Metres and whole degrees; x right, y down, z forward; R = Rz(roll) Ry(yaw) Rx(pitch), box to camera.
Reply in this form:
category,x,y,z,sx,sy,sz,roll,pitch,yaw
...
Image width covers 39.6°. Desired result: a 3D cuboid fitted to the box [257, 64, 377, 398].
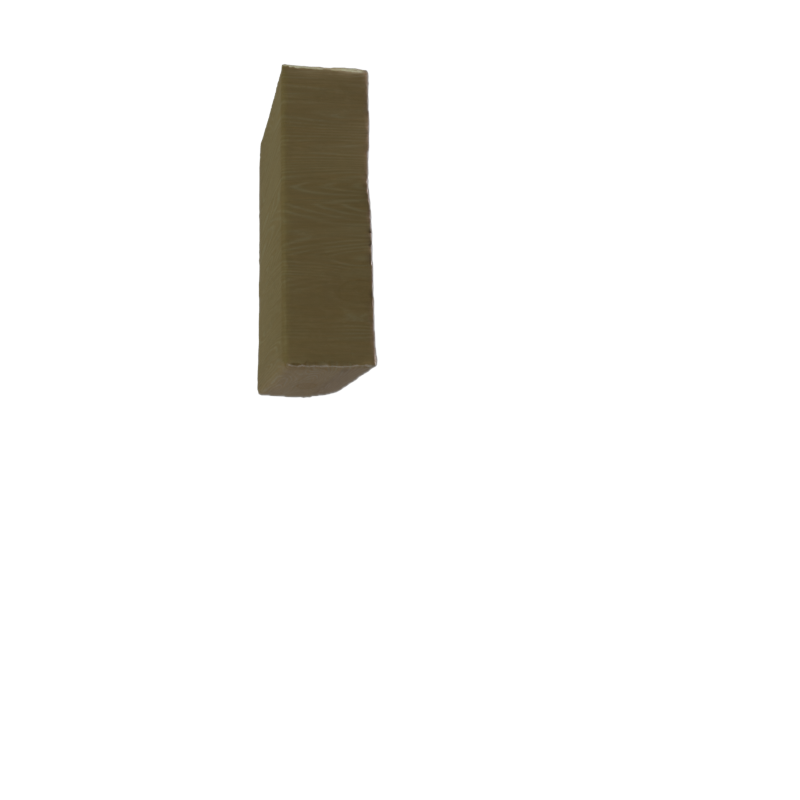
category,x,y,z,sx,sy,sz,roll,pitch,yaw
box,-0.065,-0.118,0.824,0.071,0.221,0.161,2,-12,-12
